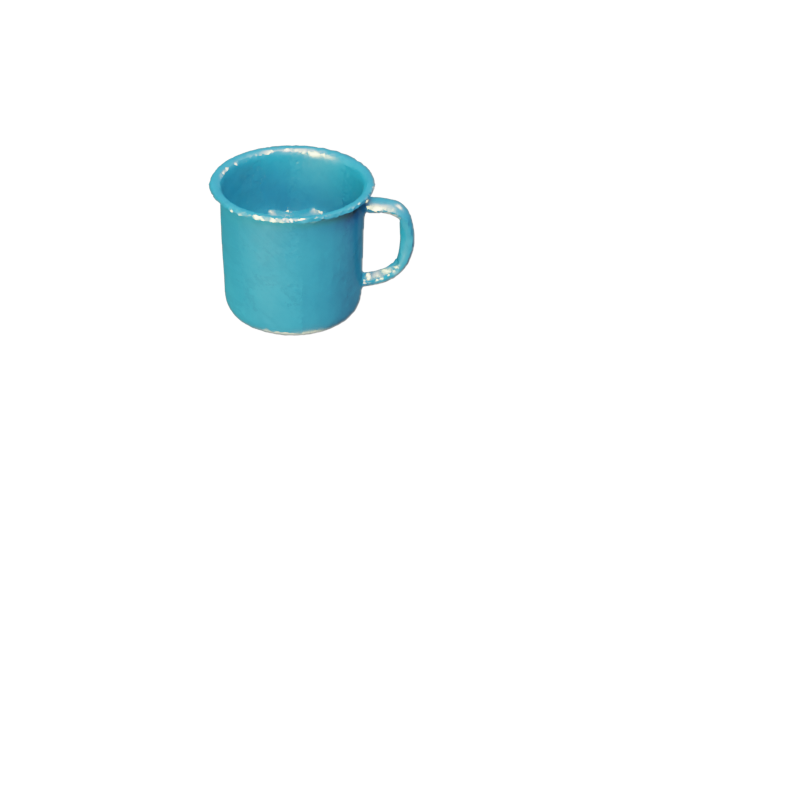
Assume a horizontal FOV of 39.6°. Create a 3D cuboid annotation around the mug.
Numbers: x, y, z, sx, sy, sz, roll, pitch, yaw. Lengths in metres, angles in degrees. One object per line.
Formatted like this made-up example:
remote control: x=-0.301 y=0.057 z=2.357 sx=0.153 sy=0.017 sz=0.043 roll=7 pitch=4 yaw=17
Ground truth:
mug: x=-0.050 y=-0.092 z=0.643 sx=0.117 sy=0.076 sz=0.100 roll=-1 pitch=35 yaw=-3
